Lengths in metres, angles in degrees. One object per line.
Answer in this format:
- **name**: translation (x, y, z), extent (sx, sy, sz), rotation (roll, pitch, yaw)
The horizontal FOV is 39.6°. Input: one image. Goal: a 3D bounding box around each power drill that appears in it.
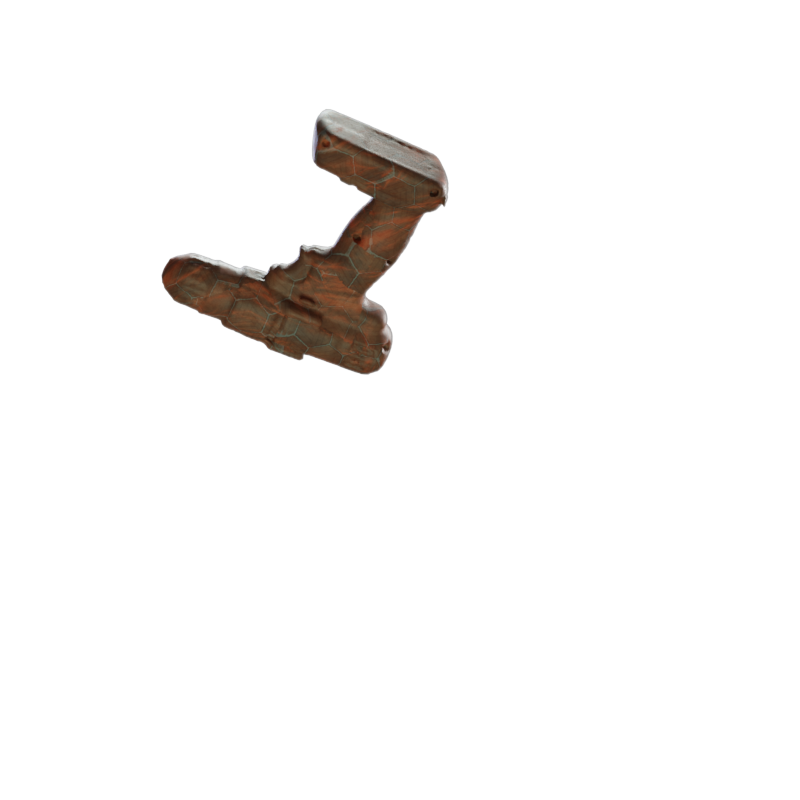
- **power drill**: translation (-0.064, -0.116, 0.816), extent (0.179, 0.181, 0.061), rotation (21, 32, -14)
